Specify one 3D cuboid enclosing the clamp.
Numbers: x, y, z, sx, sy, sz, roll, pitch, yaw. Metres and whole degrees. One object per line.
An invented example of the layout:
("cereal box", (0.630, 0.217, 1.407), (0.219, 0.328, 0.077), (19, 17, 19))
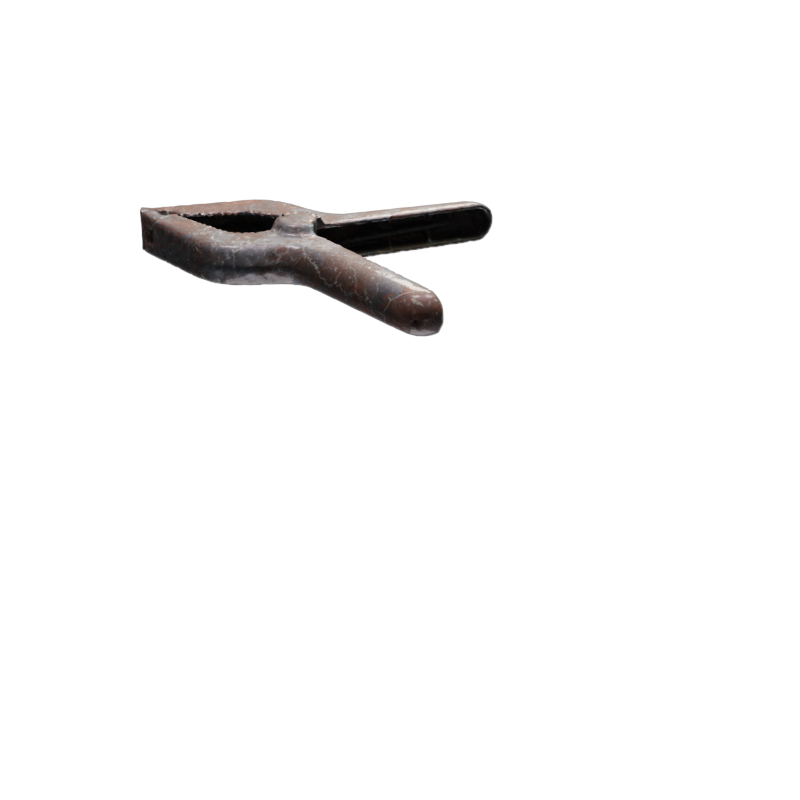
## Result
("clamp", (-0.051, -0.094, 0.656), (0.217, 0.035, 0.167), (11, 28, 21))
